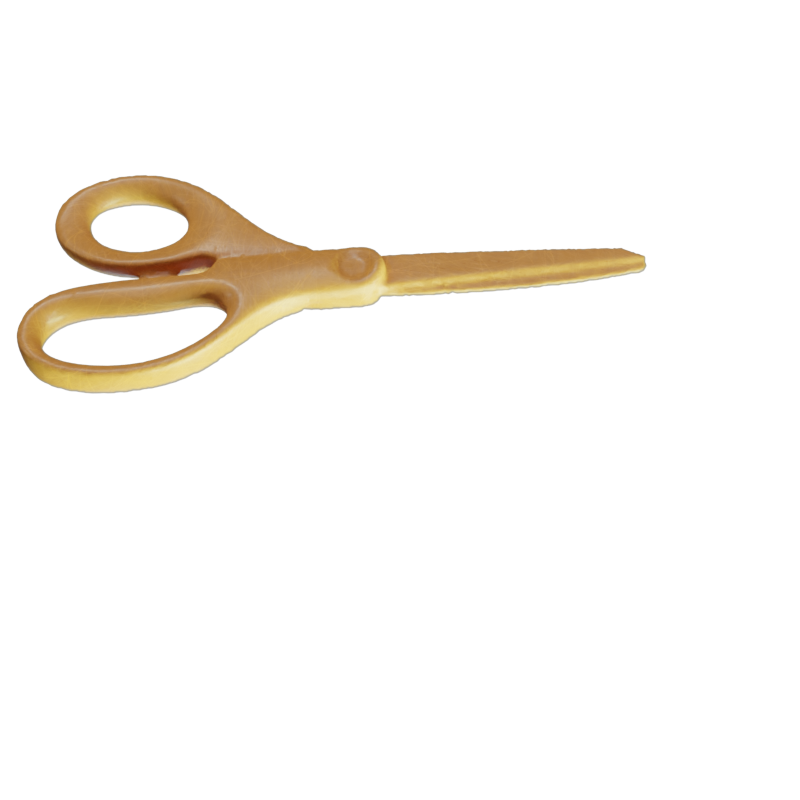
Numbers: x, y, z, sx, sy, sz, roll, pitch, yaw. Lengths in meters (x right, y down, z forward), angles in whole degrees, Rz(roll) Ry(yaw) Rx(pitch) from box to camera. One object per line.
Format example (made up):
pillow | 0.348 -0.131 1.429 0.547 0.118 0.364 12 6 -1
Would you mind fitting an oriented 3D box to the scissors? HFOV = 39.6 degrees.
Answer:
scissors | -0.029 -0.053 0.374 0.200 0.104 0.015 -16 -38 -13
